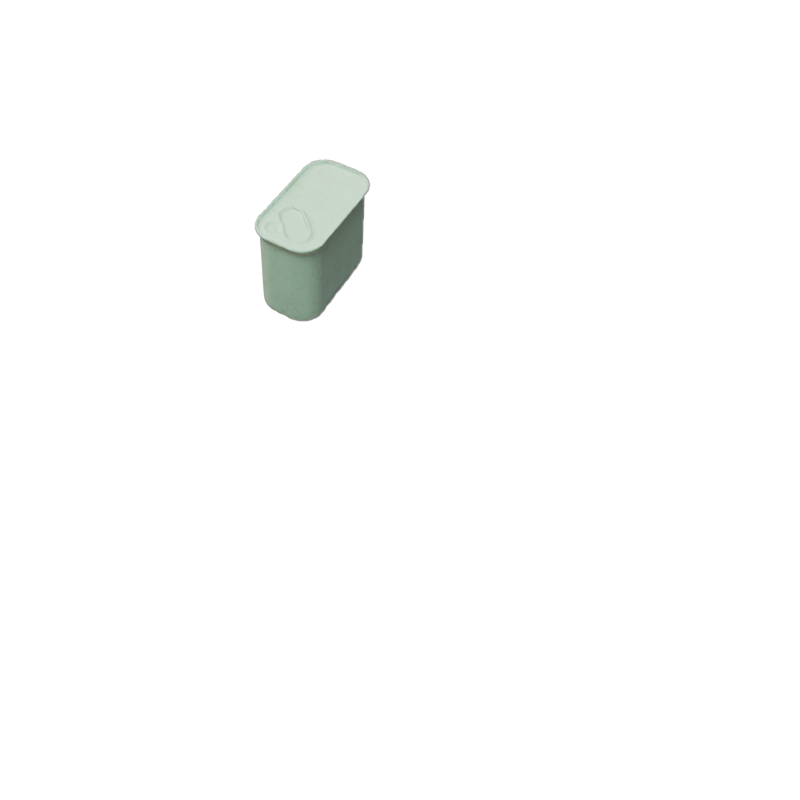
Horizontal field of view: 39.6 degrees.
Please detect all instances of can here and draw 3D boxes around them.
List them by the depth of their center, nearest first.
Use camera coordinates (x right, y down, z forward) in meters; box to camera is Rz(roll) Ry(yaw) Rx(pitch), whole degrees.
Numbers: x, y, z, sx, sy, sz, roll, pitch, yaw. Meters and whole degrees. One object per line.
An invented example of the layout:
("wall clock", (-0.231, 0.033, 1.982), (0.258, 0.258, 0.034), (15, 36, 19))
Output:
("can", (-0.068, -0.124, 0.872), (0.060, 0.105, 0.078), (23, -38, 17))
